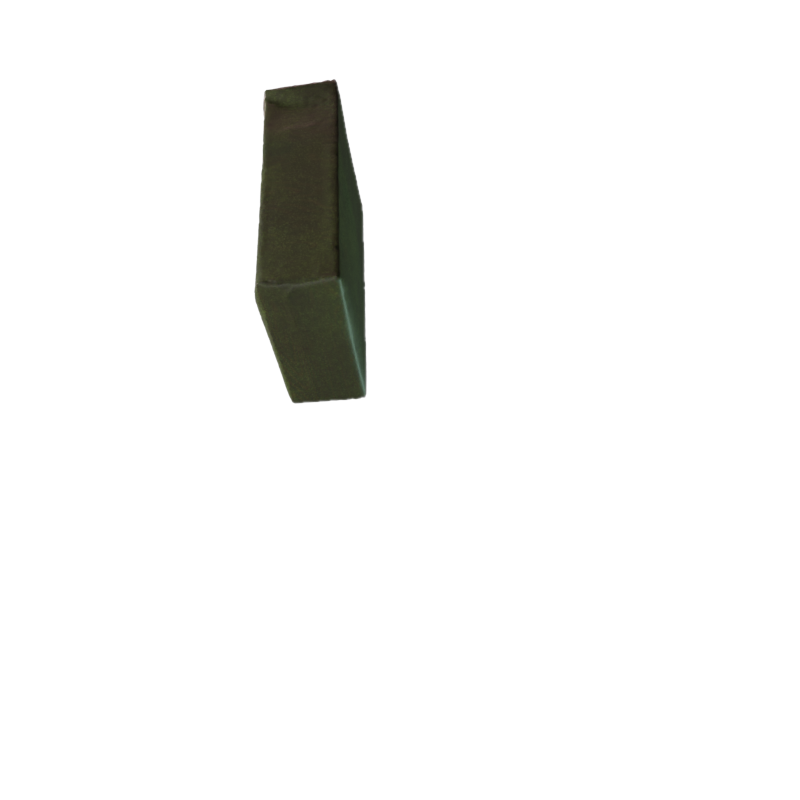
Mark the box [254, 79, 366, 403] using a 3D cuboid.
[{"bbox_3d":[-0.072,-0.131,0.918,0.072,0.229,0.152,-6,-36,4],"label":"box"}]
